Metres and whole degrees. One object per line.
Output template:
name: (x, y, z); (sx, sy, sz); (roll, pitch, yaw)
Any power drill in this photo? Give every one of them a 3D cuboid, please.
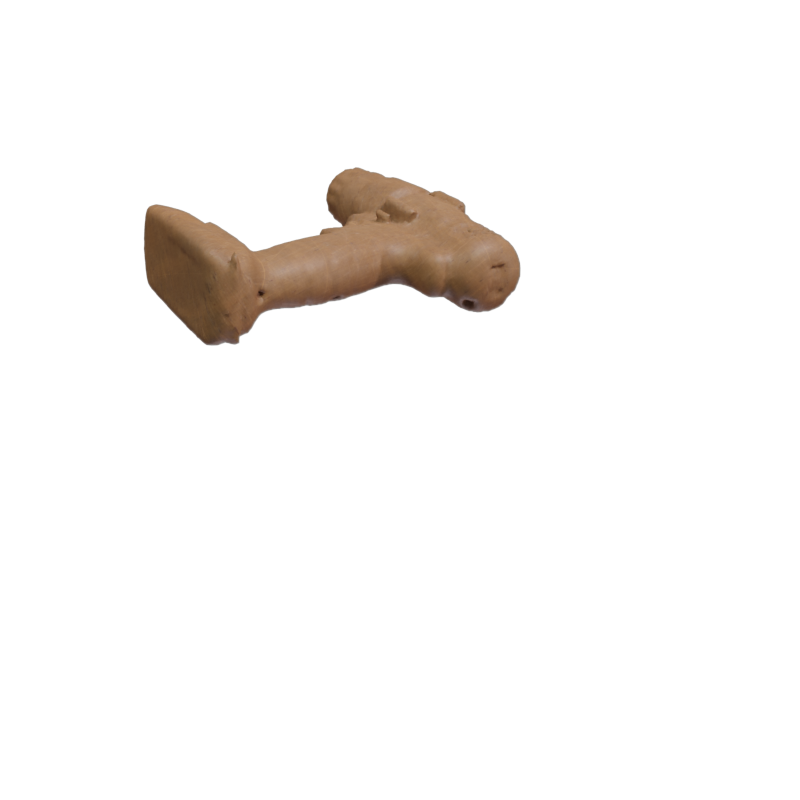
power drill: (-0.051, -0.093, 0.654); (0.184, 0.055, 0.197); (-13, 28, -26)
